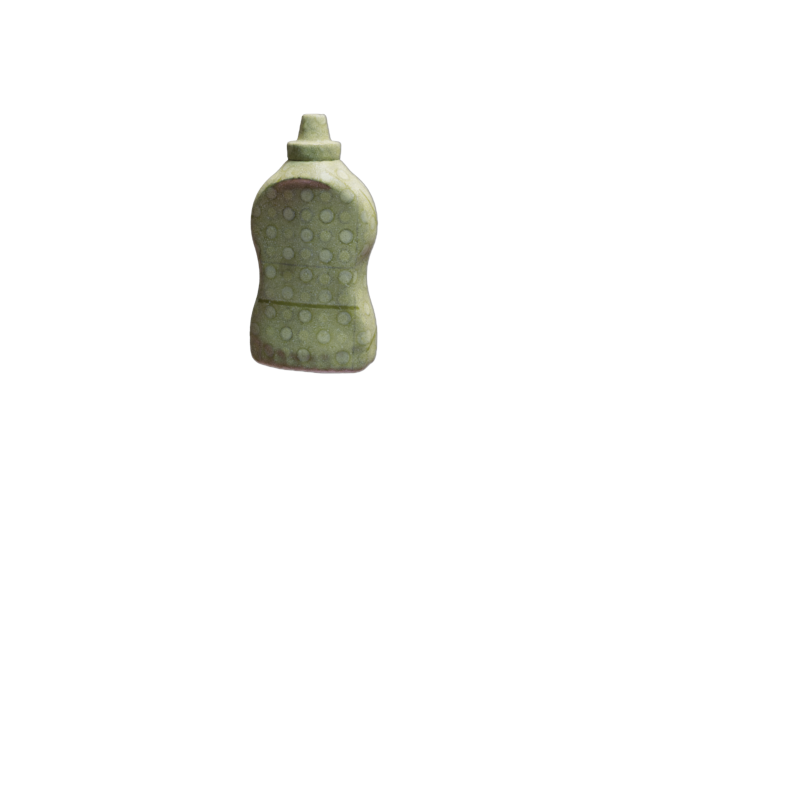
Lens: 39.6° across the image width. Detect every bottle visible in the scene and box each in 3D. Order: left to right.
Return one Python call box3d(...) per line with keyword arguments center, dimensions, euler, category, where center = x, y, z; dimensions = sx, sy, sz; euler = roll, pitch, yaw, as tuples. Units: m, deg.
box3d(center=(-0.065, -0.120, 0.838), dimensions=(0.099, 0.187, 0.058), euler=(4, 11, 19), category="bottle")
